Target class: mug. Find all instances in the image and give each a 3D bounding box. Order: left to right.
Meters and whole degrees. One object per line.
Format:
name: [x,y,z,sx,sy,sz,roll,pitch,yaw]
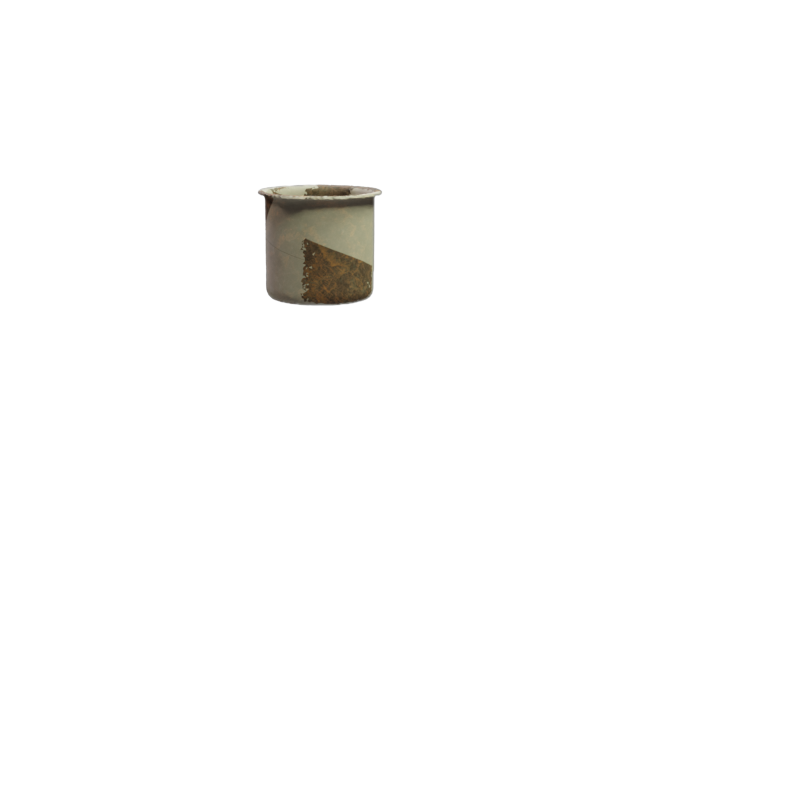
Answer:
mug: [-0.066,-0.121,0.844,0.091,0.079,0.123,-6,15,-26]
